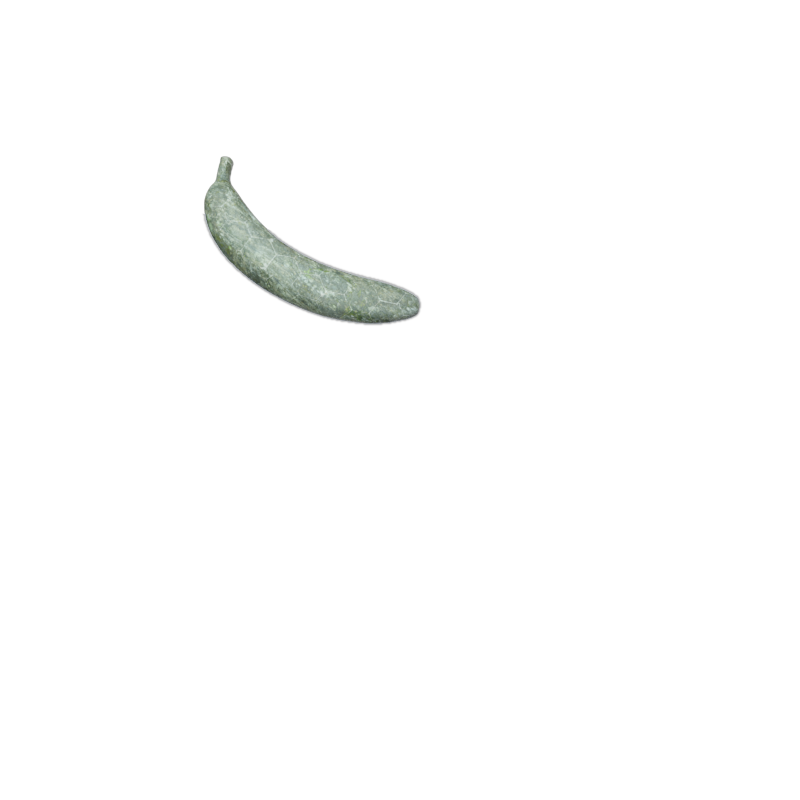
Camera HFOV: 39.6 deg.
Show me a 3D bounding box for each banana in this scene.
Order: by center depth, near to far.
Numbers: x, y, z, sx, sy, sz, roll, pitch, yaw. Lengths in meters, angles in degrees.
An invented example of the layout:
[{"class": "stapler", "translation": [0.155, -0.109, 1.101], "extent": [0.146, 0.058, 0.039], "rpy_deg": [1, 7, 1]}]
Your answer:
[{"class": "banana", "translation": [-0.080, -0.108, 0.833], "extent": [0.204, 0.070, 0.035], "rpy_deg": [38, -14, 11]}]
